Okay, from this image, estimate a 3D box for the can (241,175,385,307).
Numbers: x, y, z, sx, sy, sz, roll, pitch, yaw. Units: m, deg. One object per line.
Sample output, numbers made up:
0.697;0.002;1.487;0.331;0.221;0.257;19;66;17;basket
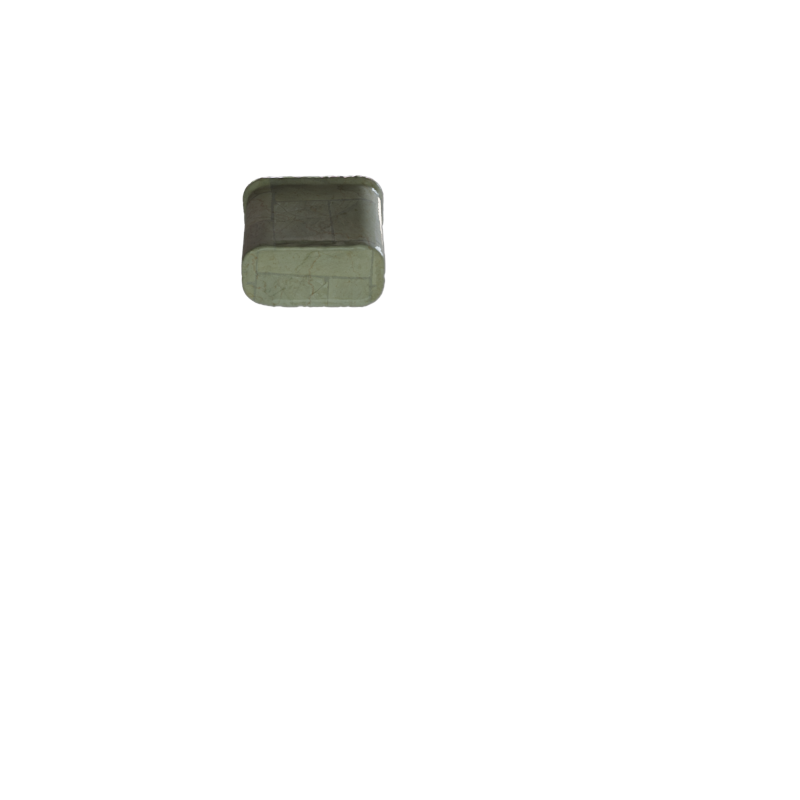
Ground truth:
-0.060;-0.110;0.770;0.102;0.054;0.090;-1;40;-1;can
